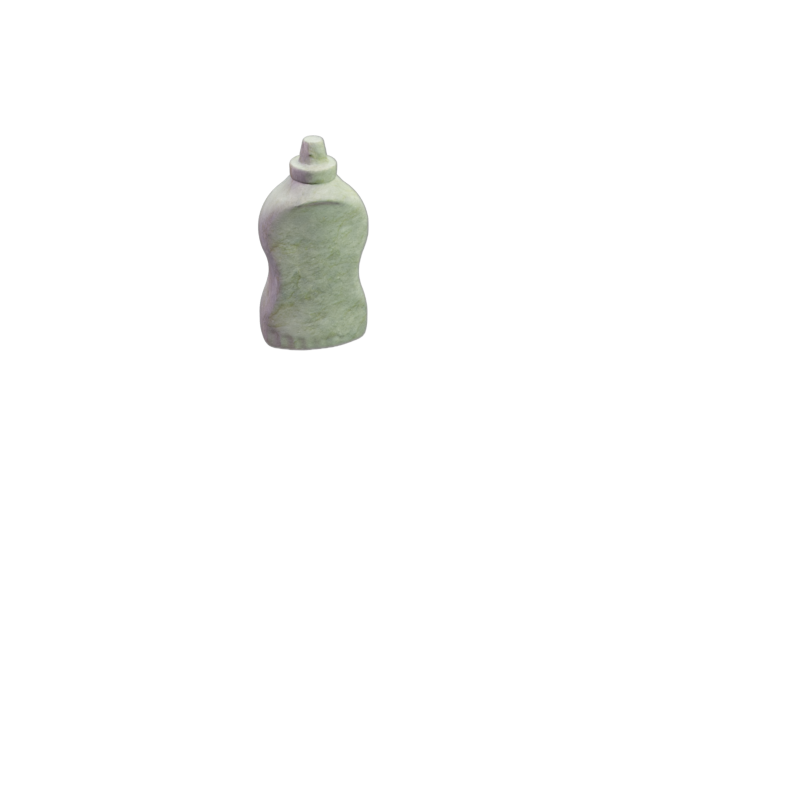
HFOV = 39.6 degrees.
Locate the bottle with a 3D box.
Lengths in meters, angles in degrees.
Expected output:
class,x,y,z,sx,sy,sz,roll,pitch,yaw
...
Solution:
class,x,y,z,sx,sy,sz,roll,pitch,yaw
bottle,-0.076,-0.139,0.970,0.095,0.181,0.062,-4,29,-11
